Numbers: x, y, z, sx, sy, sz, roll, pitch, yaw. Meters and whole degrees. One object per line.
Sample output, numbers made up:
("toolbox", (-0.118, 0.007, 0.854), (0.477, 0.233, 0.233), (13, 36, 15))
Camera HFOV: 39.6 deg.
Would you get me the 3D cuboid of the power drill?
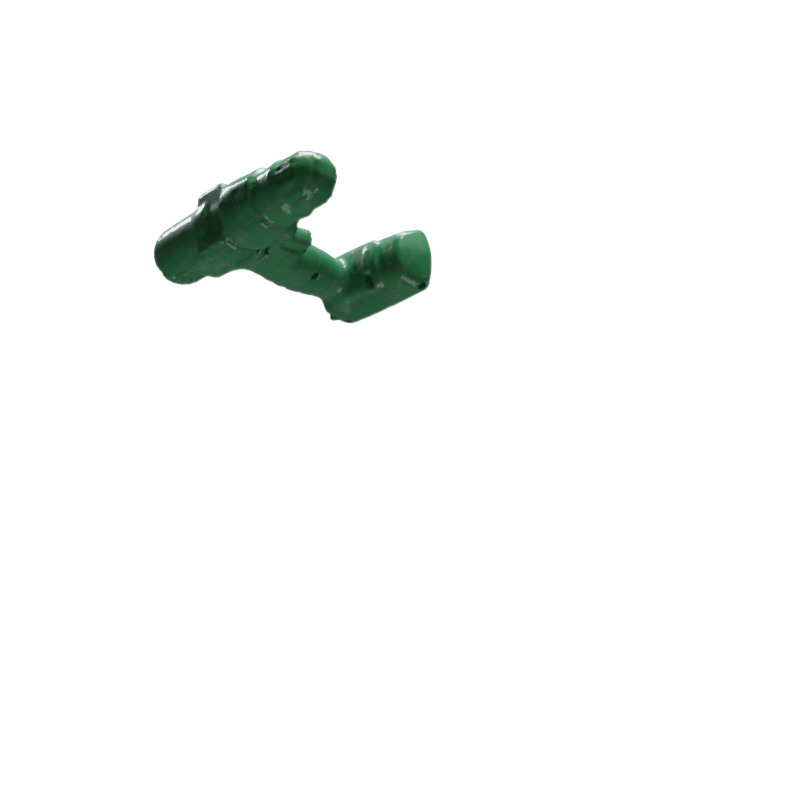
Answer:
("power drill", (-0.066, -0.120, 0.840), (0.177, 0.060, 0.186), (17, -25, -40))
